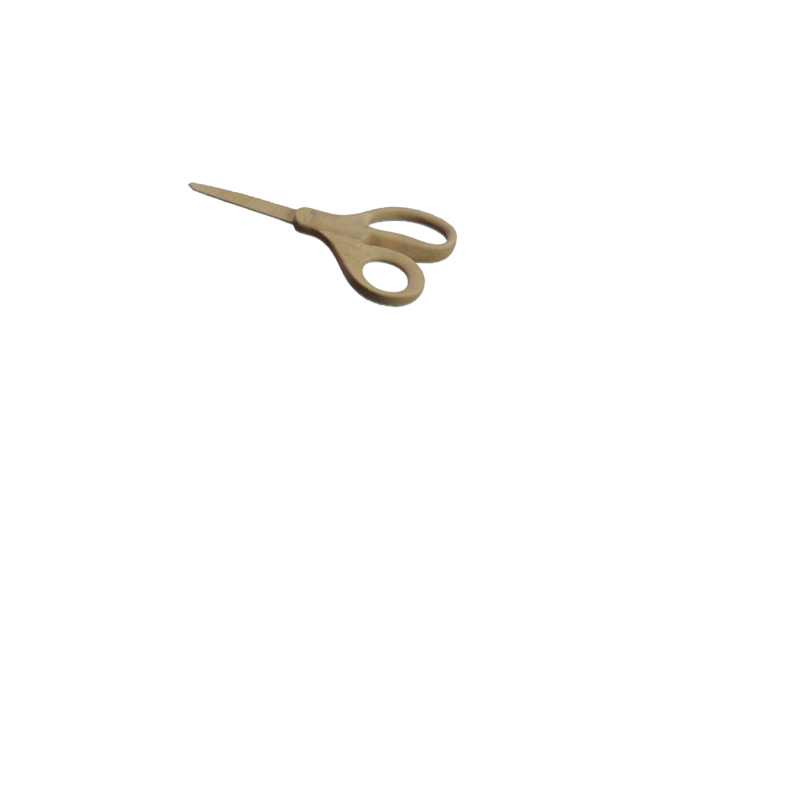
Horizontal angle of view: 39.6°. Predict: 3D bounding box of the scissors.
[{"bbox_3d":[-0.062,-0.113,0.790,0.203,0.102,0.015,6,-40,5],"label":"scissors"}]
